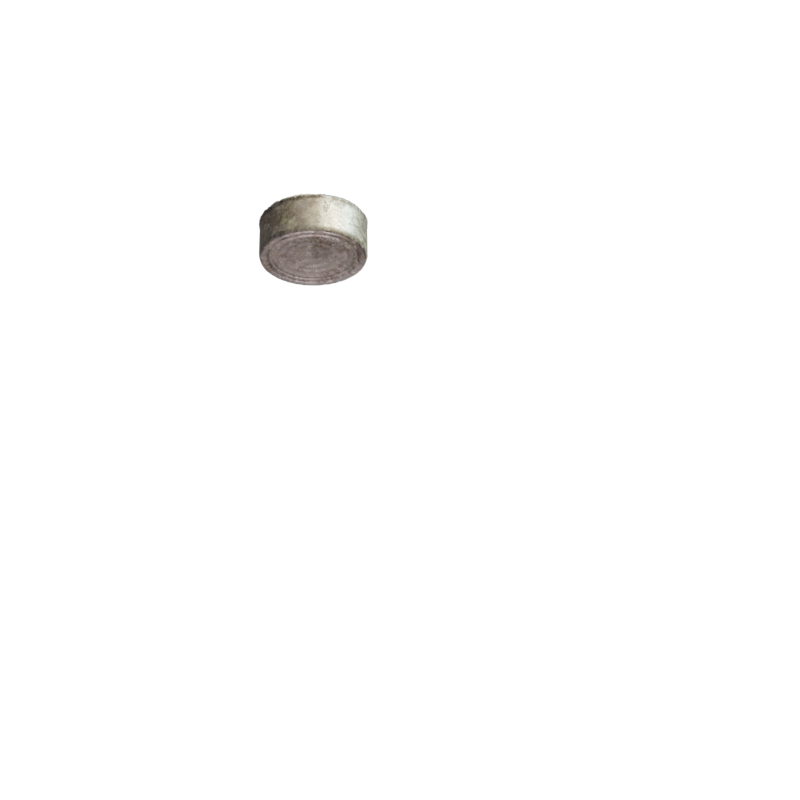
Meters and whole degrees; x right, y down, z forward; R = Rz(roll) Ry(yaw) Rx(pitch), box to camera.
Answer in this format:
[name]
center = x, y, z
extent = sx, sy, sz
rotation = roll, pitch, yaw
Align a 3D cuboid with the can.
[can]
center = -0.068, -0.124, 0.867
extent = 0.086, 0.036, 0.081
rotation = 1, -26, -2
